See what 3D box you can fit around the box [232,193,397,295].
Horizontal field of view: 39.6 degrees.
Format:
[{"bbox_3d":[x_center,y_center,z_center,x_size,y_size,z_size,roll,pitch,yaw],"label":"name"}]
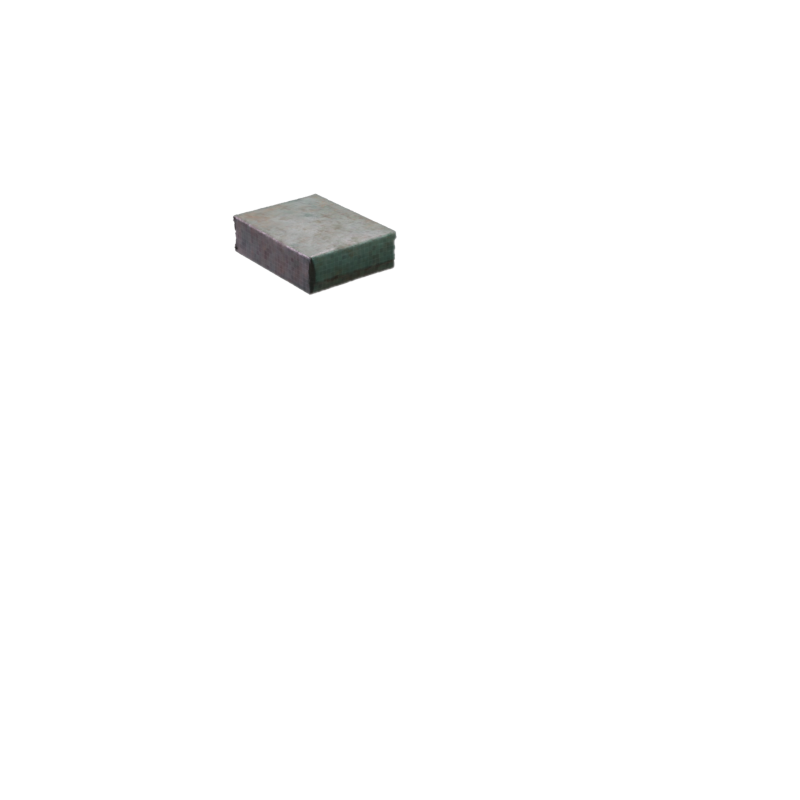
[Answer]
[{"bbox_3d":[-0.072,-0.132,0.927,0.088,0.037,0.121,-20,33,-34],"label":"box"}]
